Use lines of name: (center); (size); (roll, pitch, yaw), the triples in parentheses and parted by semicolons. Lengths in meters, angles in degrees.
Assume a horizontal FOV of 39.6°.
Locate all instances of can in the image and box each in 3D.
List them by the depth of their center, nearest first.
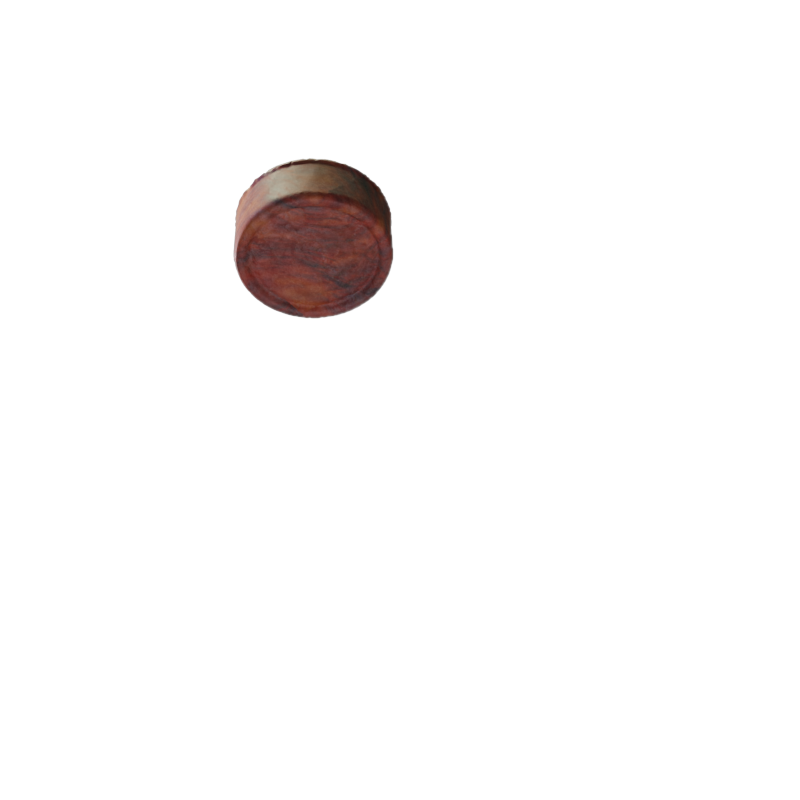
can: (-0.047, -0.085, 0.596); (0.086, 0.080, 0.036); (1, 42, -1)
